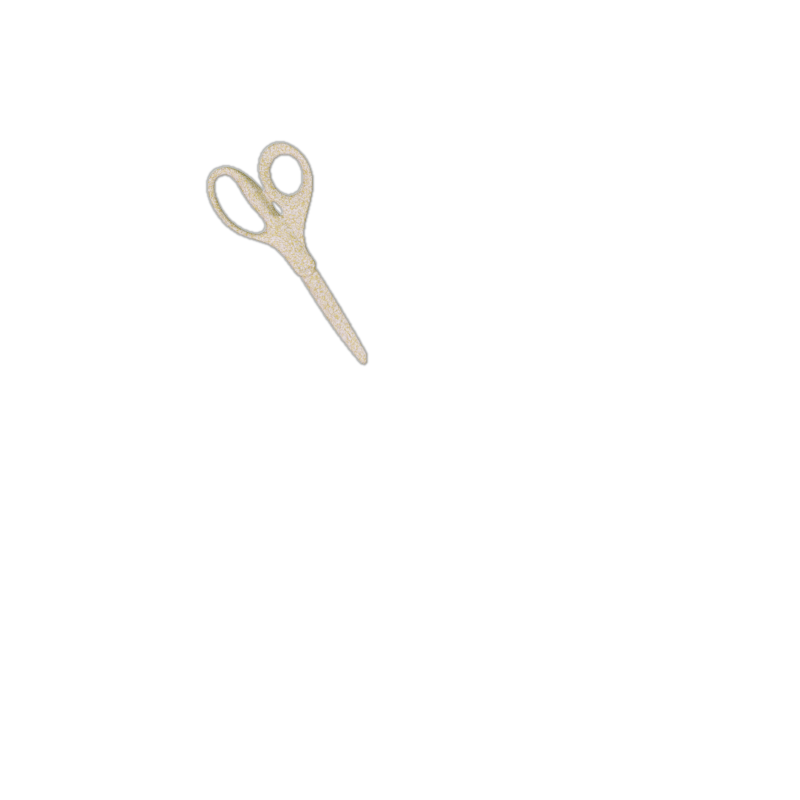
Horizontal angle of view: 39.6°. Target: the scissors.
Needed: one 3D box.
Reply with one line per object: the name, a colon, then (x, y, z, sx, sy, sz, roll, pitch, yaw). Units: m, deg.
scissors: (-0.072, -0.132, 0.922, 0.202, 0.096, 0.016, 42, -1, 1)
